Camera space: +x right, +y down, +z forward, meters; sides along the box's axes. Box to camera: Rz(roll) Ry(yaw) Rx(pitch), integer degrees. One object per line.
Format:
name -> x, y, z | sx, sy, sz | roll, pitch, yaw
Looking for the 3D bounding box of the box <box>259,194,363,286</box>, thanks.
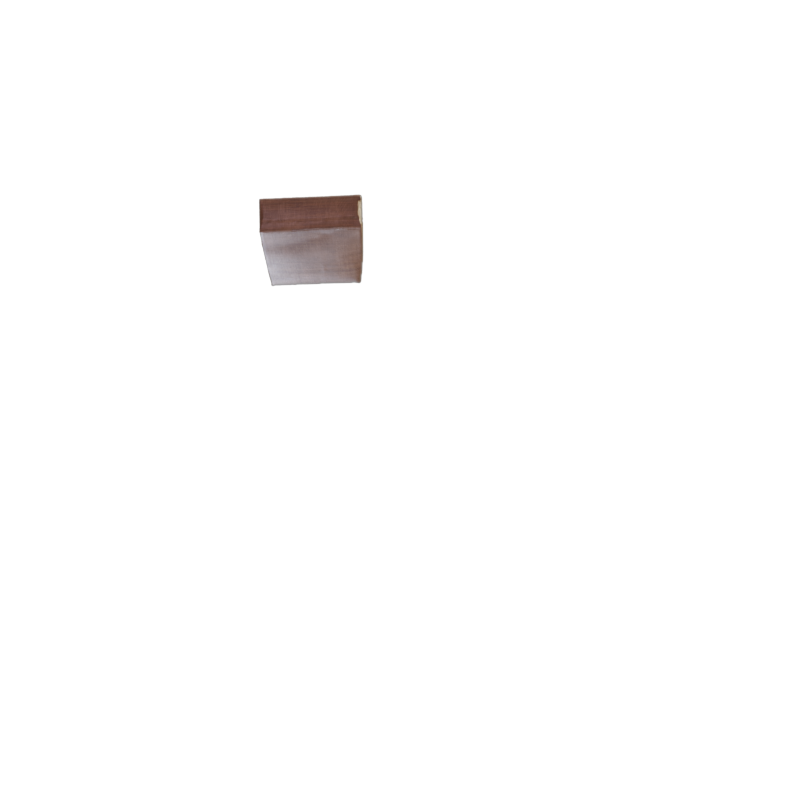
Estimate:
box -> -0.078, -0.143, 1.000 | 0.090, 0.041, 0.107 | 0, -23, 0
